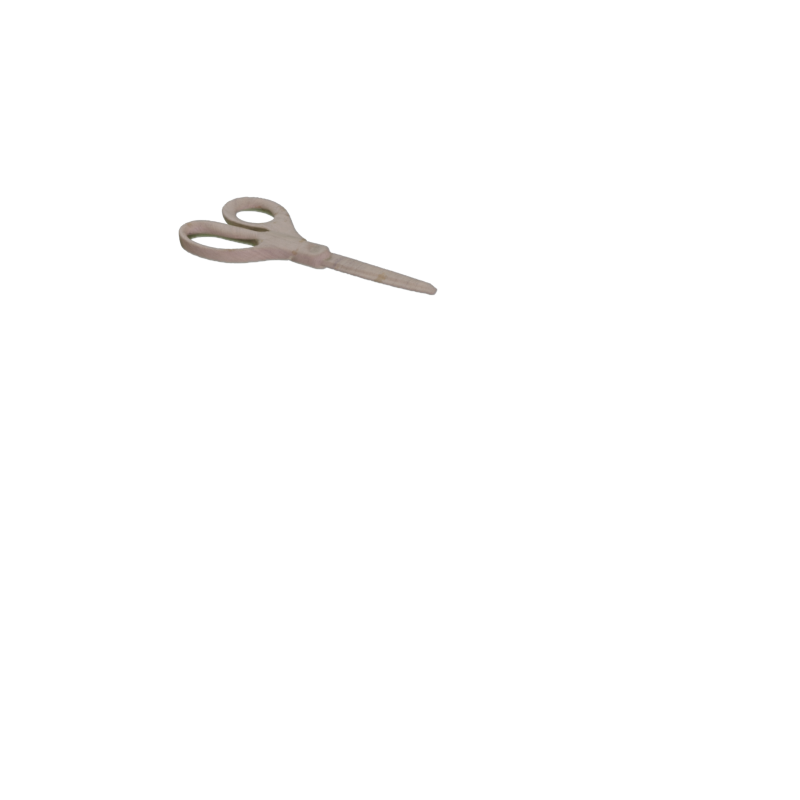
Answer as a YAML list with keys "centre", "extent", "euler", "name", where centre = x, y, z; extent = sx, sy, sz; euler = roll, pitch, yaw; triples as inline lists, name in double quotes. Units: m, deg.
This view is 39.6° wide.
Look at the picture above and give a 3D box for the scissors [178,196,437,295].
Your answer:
- centre: [-0.065, -0.119, 0.832]
  extent: [0.206, 0.015, 0.101]
  euler: [9, 37, 12]
  name: "scissors"
